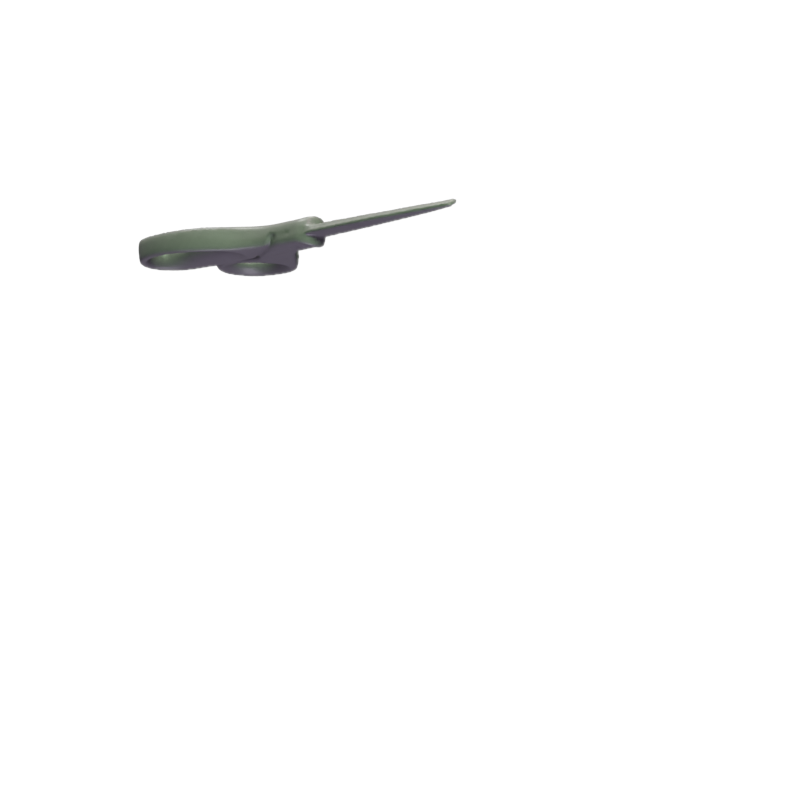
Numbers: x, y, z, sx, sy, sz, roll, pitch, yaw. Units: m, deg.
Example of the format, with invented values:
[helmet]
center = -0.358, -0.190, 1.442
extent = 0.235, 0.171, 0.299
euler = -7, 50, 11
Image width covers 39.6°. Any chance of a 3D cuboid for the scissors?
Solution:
[scissors]
center = -0.045, -0.082, 0.575
extent = 0.208, 0.016, 0.092
euler = -1, -3, 30
